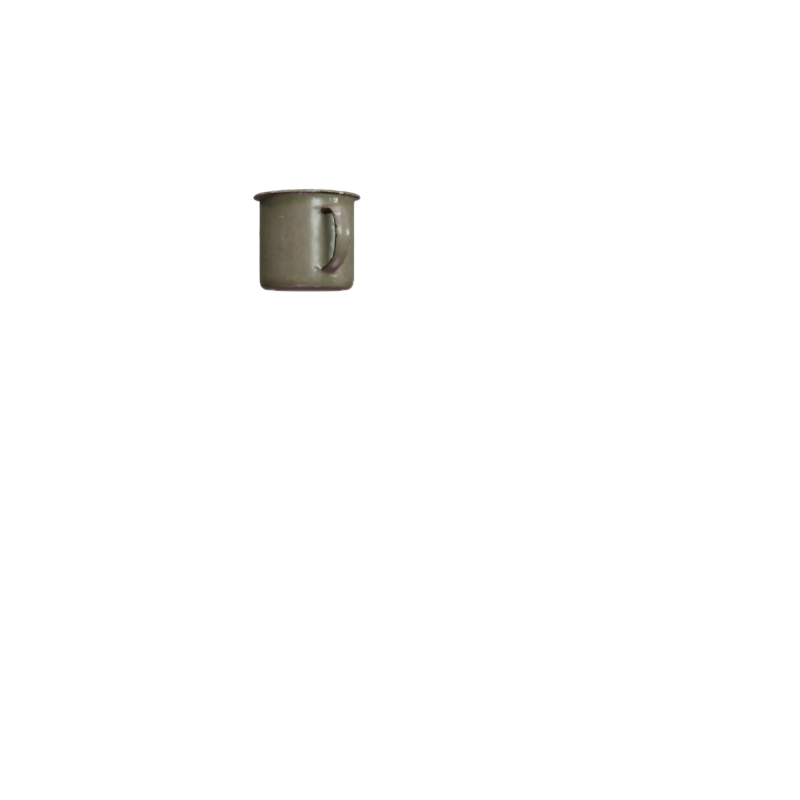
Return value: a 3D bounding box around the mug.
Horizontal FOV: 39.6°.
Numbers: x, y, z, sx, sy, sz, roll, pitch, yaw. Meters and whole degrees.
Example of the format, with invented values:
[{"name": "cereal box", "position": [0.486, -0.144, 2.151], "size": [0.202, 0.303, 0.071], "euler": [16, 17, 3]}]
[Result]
[{"name": "mug", "position": [-0.074, -0.135, 0.945], "size": [0.090, 0.082, 0.121], "euler": [0, 0, -31]}]
